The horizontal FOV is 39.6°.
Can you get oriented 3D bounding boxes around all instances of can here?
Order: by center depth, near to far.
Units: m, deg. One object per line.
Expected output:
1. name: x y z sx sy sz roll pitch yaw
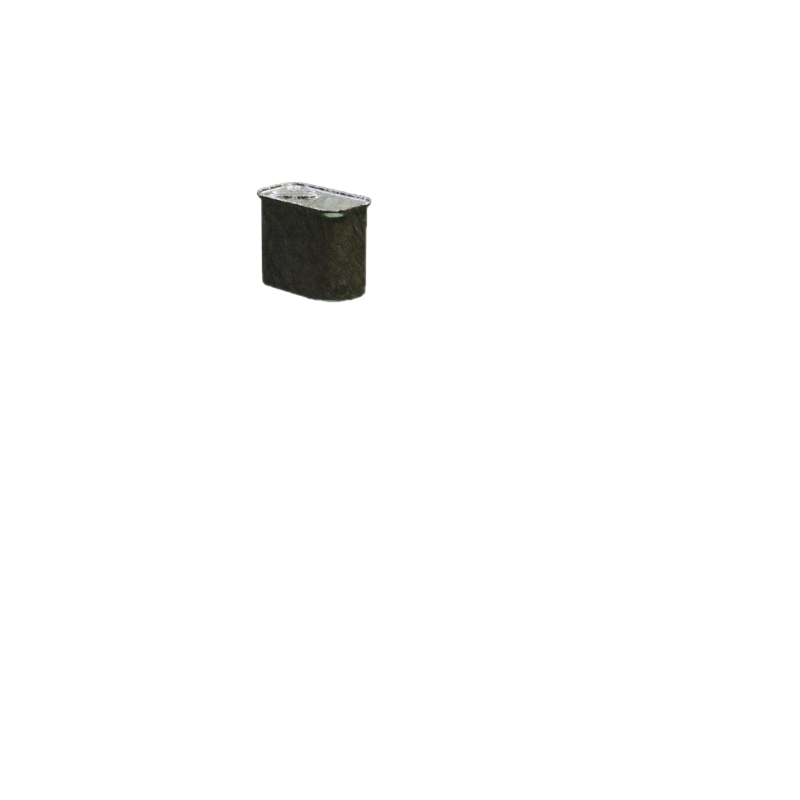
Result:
1. can: -0.075 -0.137 0.958 0.108 0.080 0.057 19 27 37
